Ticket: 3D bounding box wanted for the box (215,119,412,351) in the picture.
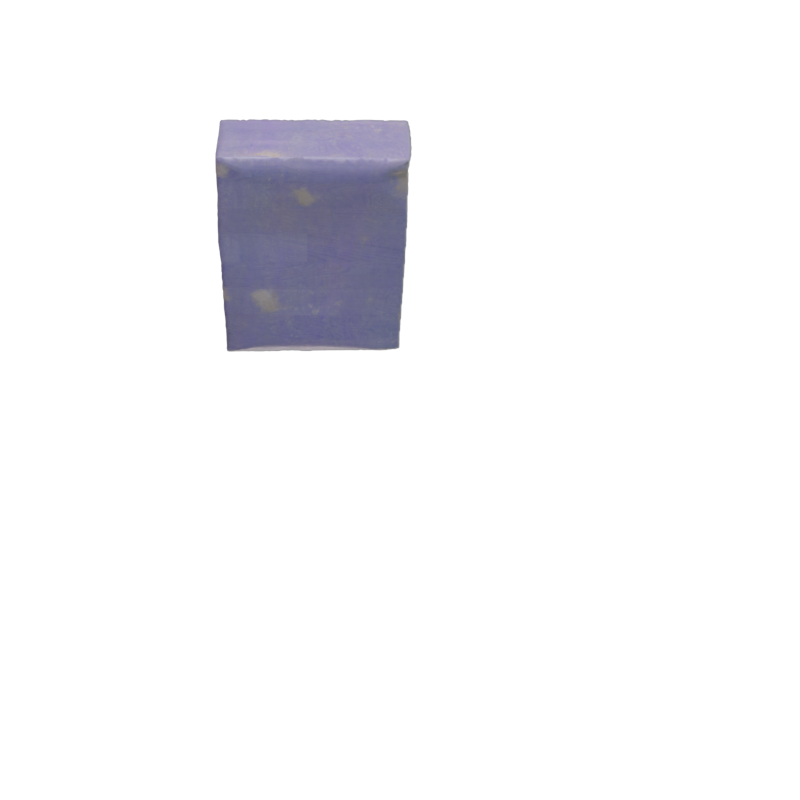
[{"bbox_3d":[-0.077,-0.141,0.985,0.164,0.199,0.077,1,40,-2],"label":"box"}]
